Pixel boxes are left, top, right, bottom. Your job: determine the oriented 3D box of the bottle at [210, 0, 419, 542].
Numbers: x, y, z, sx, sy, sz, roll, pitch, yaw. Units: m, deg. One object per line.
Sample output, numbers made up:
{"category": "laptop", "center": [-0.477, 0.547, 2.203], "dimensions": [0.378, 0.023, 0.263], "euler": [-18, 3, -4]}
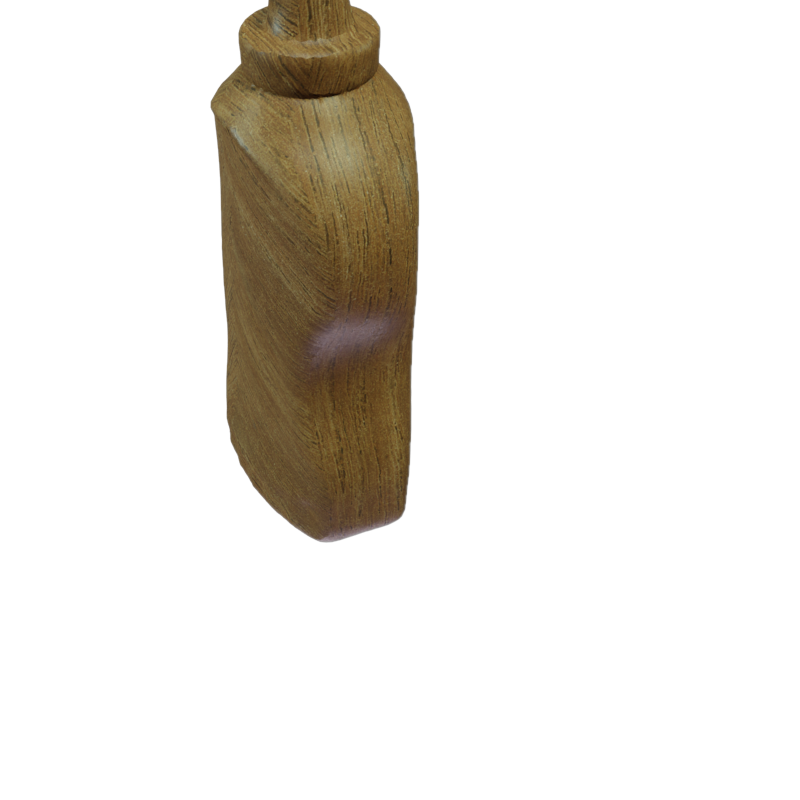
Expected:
{"category": "bottle", "center": [-0.029, -0.051, 0.360], "dimensions": [0.057, 0.179, 0.104], "euler": [-12, 40, -19]}
